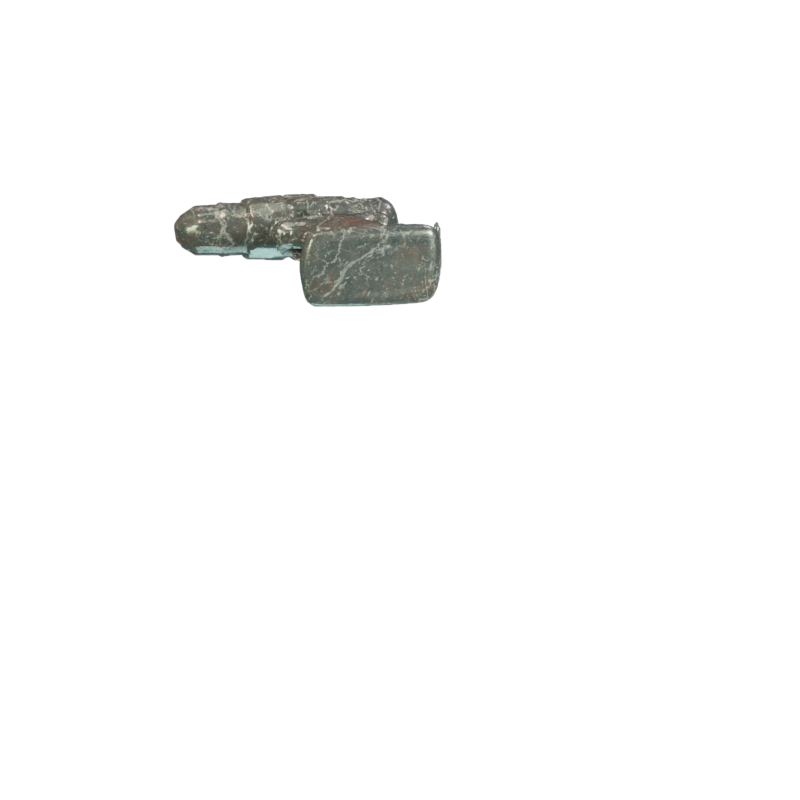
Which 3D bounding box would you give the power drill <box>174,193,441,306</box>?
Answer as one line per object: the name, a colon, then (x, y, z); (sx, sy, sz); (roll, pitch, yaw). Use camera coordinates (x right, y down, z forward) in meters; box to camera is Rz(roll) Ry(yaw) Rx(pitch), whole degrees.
power drill: (-0.065, -0.119, 0.835); (0.181, 0.055, 0.199); (-7, 21, -19)
